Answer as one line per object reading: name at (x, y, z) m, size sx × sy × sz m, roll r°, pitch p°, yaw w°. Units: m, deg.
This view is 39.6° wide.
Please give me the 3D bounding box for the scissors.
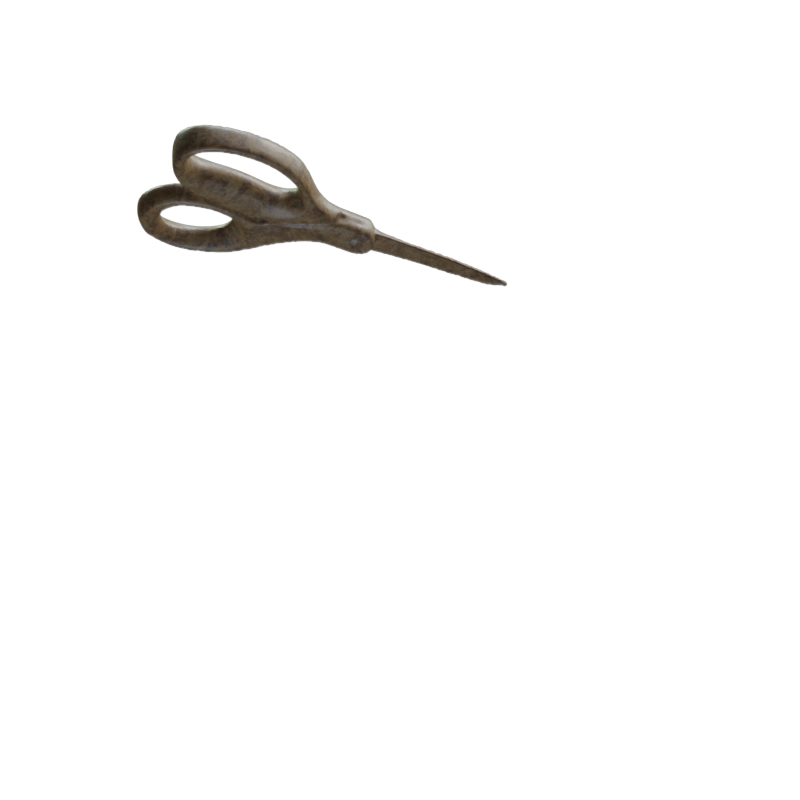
scissors at (-0.043, -0.078, 0.544) m, size 0.097 × 0.017 × 0.188 m, roll -19°, pitch -30°, yaw 36°
